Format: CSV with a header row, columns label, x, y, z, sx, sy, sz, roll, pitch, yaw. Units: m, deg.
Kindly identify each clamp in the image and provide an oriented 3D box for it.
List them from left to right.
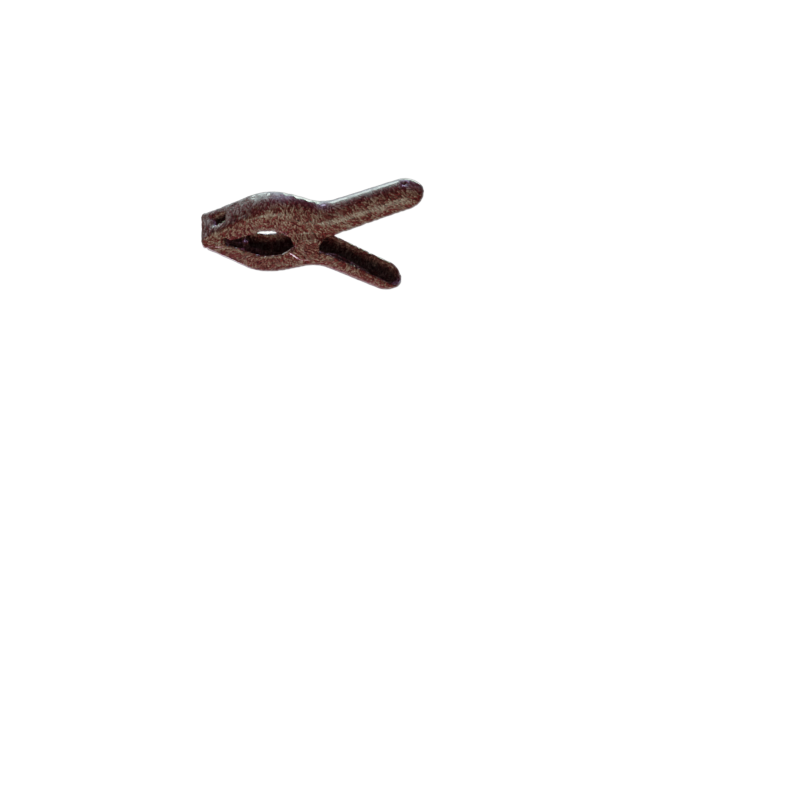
label,x,y,z,sx,sy,sz,roll,pitch,yaw
clamp,-0.068,-0.124,0.871,0.172,0.042,0.111,-1,-41,1
